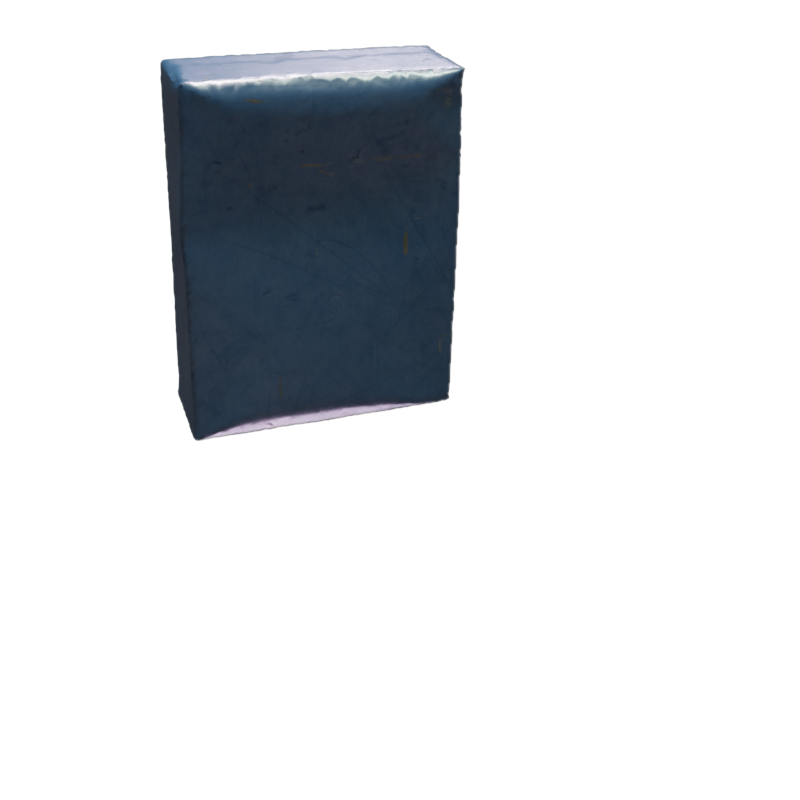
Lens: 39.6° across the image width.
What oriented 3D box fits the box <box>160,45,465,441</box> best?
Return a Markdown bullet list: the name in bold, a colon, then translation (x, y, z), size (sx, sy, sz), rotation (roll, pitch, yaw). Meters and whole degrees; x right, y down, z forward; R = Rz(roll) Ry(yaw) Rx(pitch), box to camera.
- **box**: translation (-0.051, -0.093, 0.652), size (0.161, 0.203, 0.077), rotation (-6, 24, -16)
